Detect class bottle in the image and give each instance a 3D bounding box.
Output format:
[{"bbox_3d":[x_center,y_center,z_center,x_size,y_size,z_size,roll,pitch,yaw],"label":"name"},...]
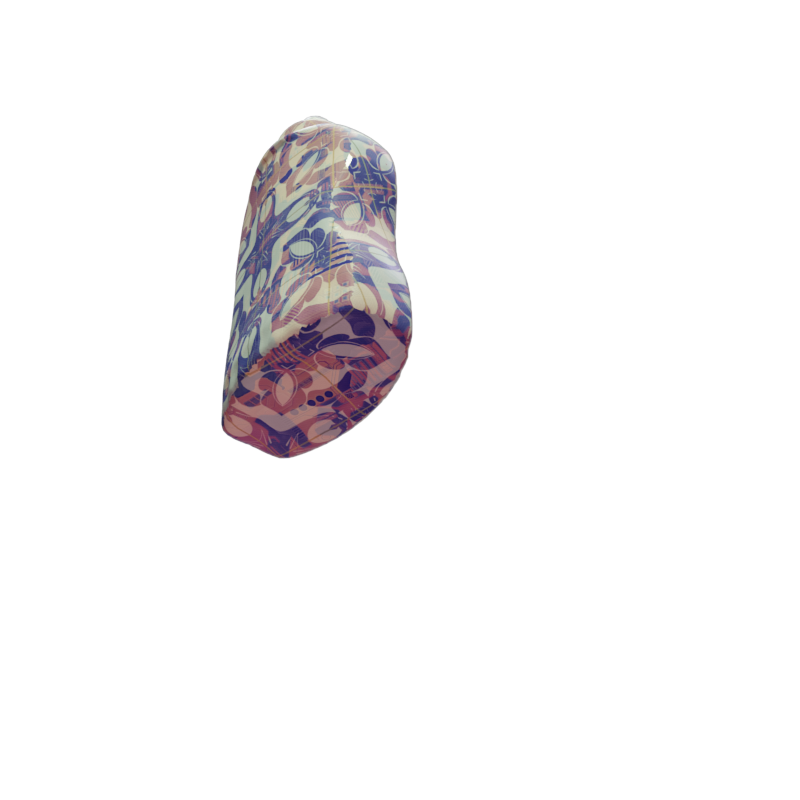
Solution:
[{"bbox_3d":[-0.040,-0.073,0.516,0.056,0.206,0.094,26,-53,-26],"label":"bottle"}]
